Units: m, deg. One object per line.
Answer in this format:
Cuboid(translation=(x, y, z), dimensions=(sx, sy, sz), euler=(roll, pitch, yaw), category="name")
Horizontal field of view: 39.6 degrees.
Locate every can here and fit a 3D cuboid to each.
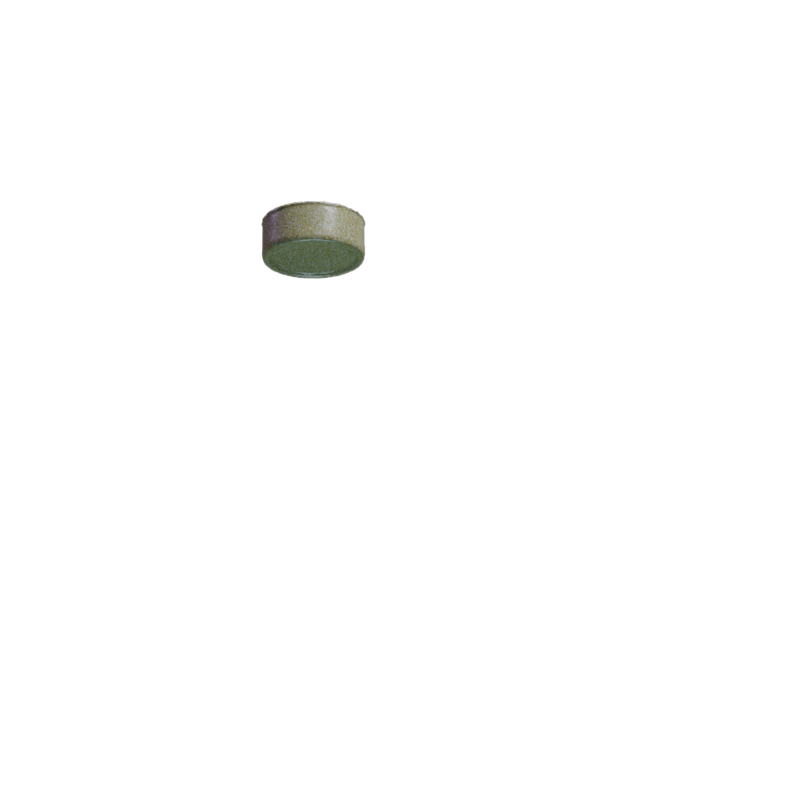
Cuboid(translation=(-0.071, -0.130, 0.909), dimensions=(0.086, 0.035, 0.082), euler=(0, -18, -2), category="can")
